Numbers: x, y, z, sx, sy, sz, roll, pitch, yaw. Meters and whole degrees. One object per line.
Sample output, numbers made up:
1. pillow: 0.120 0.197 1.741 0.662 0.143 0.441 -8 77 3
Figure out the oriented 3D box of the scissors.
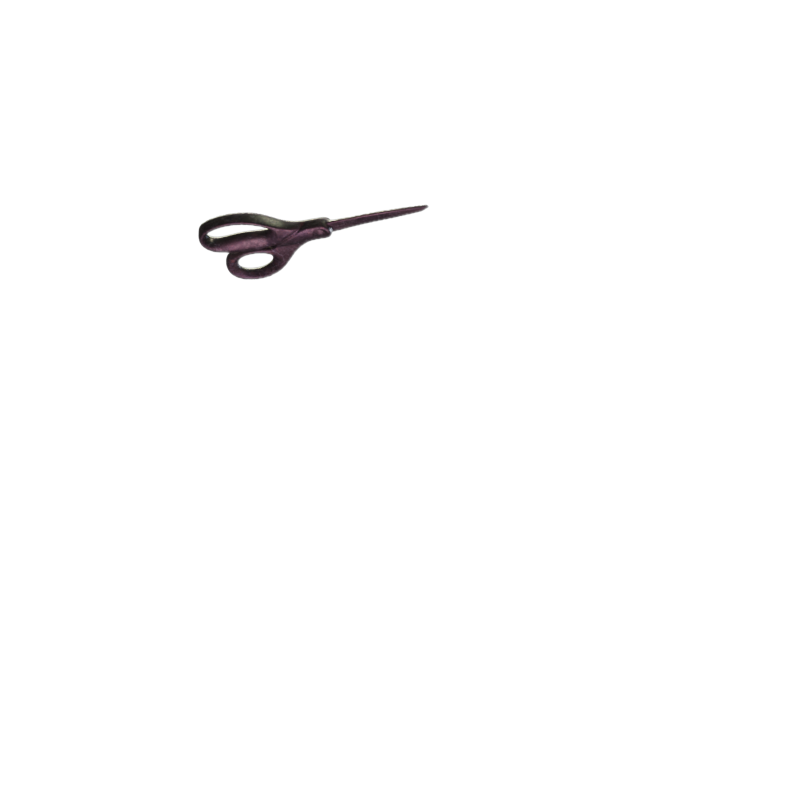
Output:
1. scissors: -0.077 -0.141 0.987 0.202 0.017 0.090 -1 -31 2
